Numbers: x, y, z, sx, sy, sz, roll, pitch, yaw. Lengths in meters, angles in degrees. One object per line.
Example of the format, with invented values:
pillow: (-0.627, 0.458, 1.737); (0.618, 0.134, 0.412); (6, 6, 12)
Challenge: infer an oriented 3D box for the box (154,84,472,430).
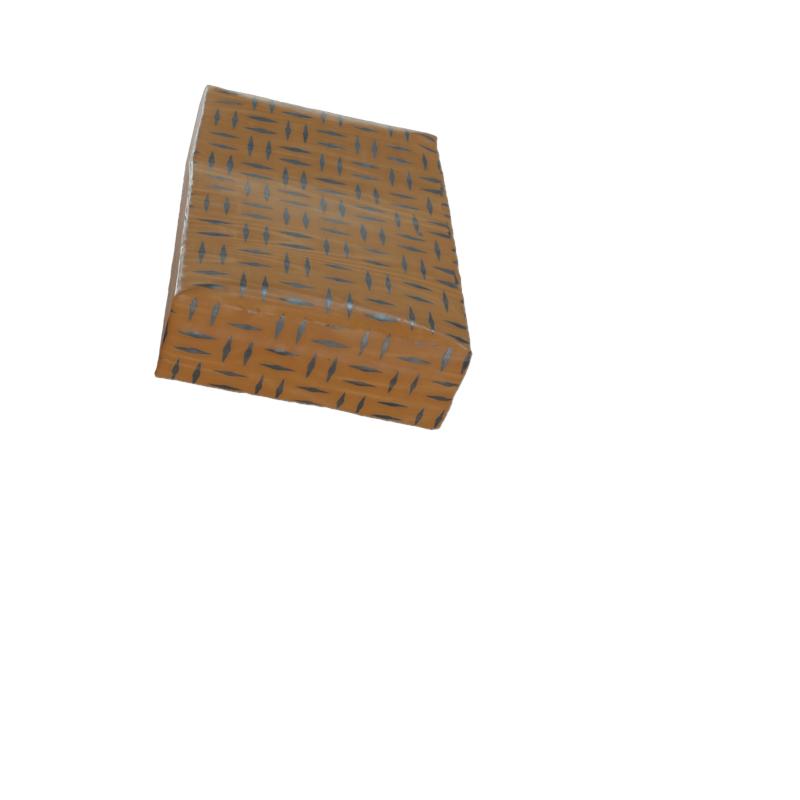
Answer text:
box: (-0.052, -0.095, 0.666); (0.161, 0.068, 0.229); (10, 42, -12)
